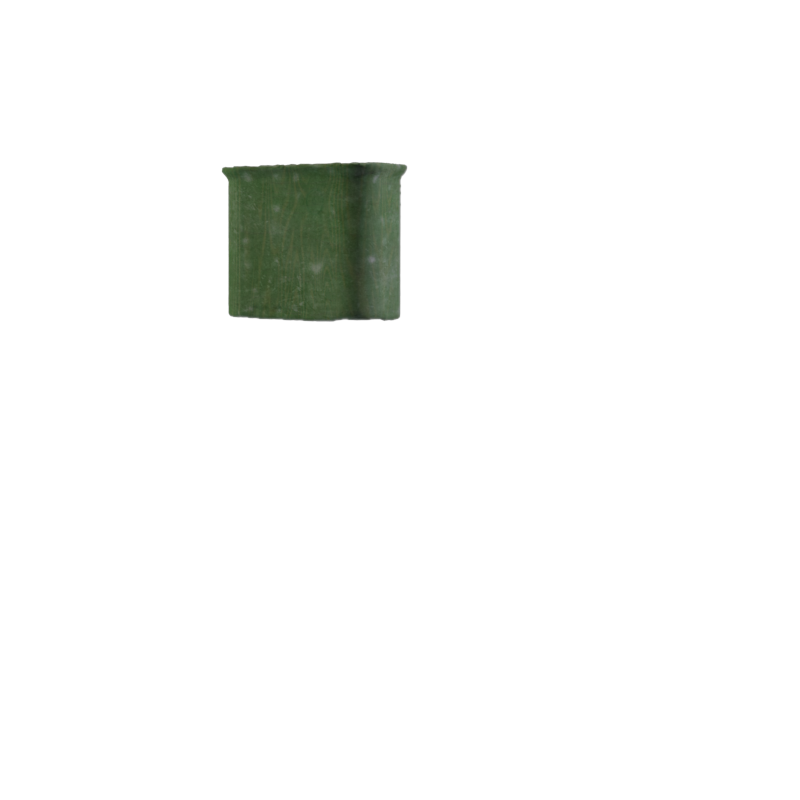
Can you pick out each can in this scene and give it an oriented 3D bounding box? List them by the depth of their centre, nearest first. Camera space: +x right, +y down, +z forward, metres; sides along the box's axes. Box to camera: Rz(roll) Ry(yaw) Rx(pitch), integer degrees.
[{"bbox_3d":[-0.048,-0.087,0.613,0.106,0.083,0.056,4,5,30],"label":"can"}]
